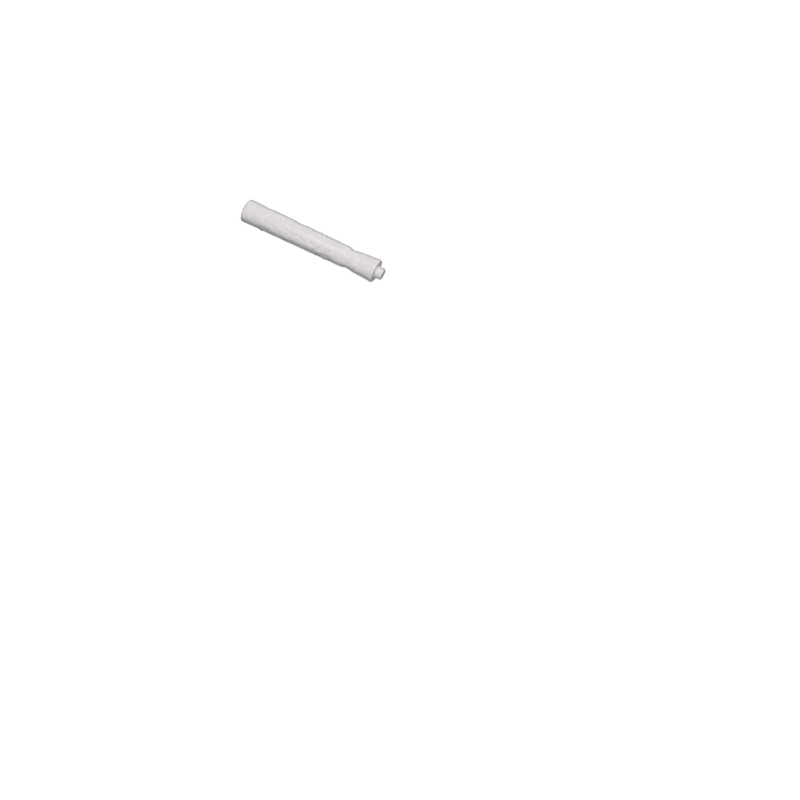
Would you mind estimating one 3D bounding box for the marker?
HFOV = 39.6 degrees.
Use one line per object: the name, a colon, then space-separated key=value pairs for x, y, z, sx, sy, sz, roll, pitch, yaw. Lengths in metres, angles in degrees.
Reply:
marker: x=-0.067 y=-0.122 z=0.855 sx=0.125 sy=0.019 sz=0.019 roll=27 pitch=10 yaw=15
